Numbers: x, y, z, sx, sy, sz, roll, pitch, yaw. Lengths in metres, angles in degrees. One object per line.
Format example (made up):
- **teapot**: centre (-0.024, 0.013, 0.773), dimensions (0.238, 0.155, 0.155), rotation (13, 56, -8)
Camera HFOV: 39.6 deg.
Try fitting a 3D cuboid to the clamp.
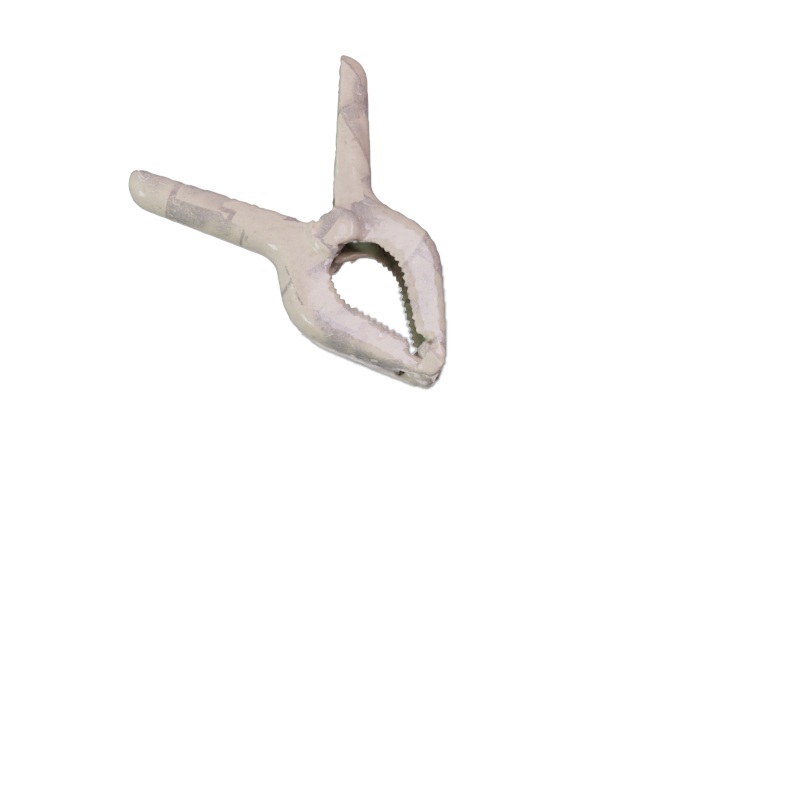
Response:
- **clamp**: centre (-0.050, -0.092, 0.644), dimensions (0.164, 0.222, 0.034), rotation (-26, -21, -11)
